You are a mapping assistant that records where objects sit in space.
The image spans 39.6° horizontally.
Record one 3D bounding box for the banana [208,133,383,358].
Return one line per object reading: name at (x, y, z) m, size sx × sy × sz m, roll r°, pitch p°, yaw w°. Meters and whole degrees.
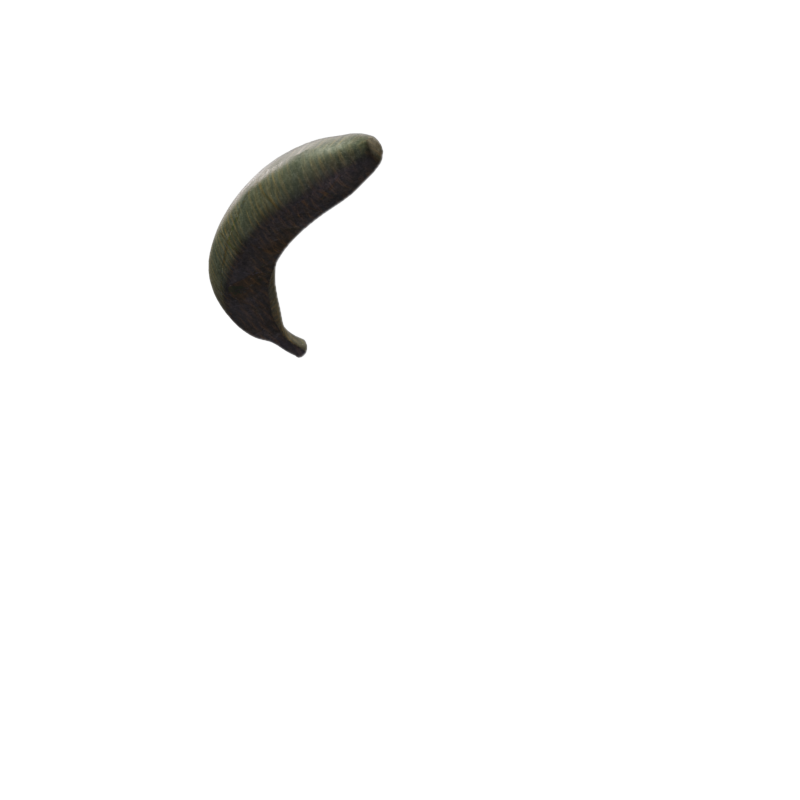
banana at (-0.066, -0.085, 0.598) m, size 0.068 × 0.039 × 0.189 m, roll 7°, pitch -29°, yaw -14°
